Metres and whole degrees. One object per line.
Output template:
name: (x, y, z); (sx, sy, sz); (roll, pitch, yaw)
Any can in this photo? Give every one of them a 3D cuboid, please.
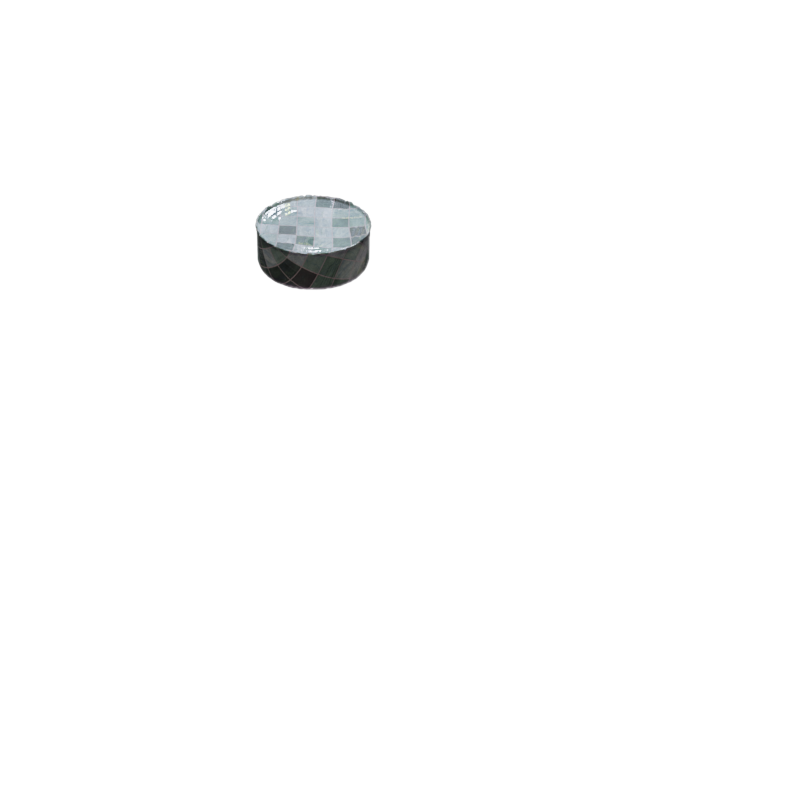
can: (-0.065, -0.118, 0.830); (0.086, 0.031, 0.092); (-1, 37, -2)
